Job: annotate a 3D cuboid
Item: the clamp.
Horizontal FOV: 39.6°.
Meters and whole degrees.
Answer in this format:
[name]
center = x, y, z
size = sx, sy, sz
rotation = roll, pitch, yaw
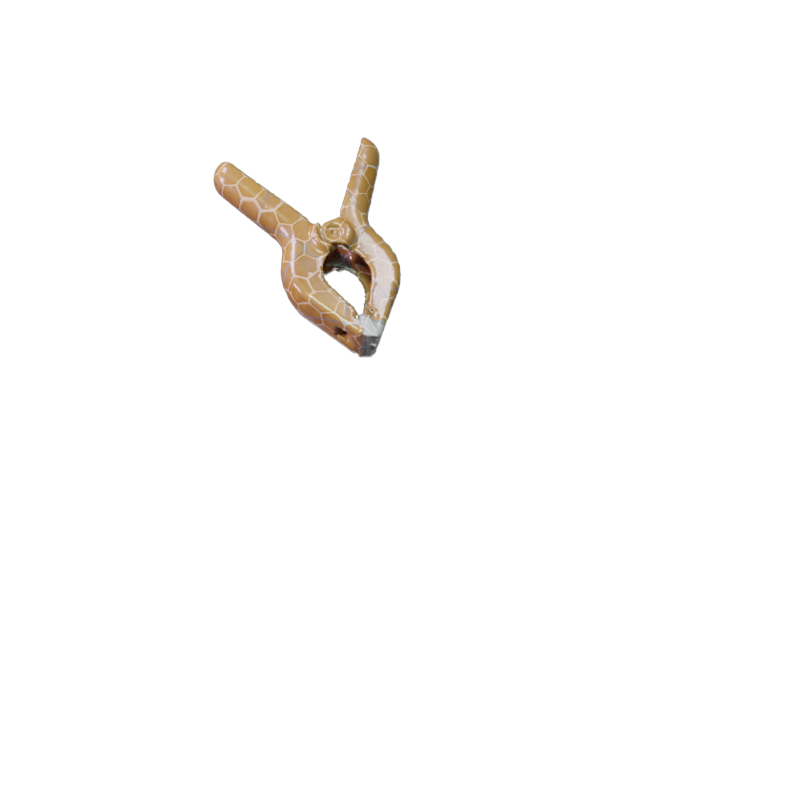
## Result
[clamp]
center = -0.058, -0.106, 0.745
size = 0.119, 0.185, 0.037
rotation = -9, -35, -7
